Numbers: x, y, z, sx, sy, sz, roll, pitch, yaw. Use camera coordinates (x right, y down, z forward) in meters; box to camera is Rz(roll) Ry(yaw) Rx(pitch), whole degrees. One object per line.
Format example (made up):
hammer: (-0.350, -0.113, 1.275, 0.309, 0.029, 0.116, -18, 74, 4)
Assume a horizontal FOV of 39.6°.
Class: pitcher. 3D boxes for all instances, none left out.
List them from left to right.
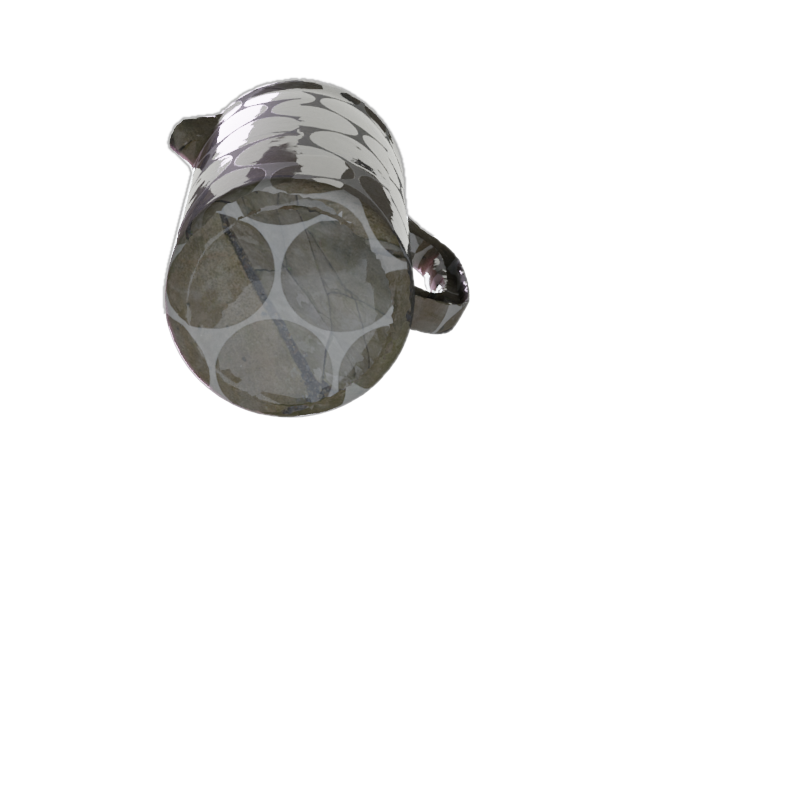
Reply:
pitcher: (-0.046, -0.083, 0.582, 0.149, 0.138, 0.254, -16, 22, 3)
